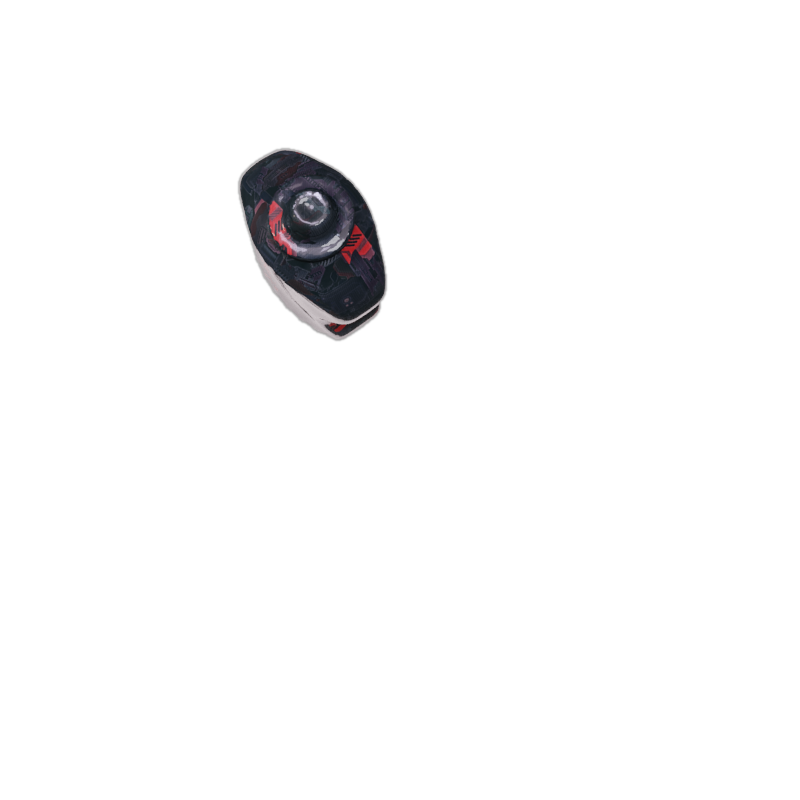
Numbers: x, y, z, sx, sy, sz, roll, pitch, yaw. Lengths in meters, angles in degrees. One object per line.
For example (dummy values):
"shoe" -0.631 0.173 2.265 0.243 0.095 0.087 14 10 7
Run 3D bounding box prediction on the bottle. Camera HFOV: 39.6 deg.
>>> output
"bottle" -0.046 -0.084 0.588 0.058 0.097 0.189 -34 -1 -5
